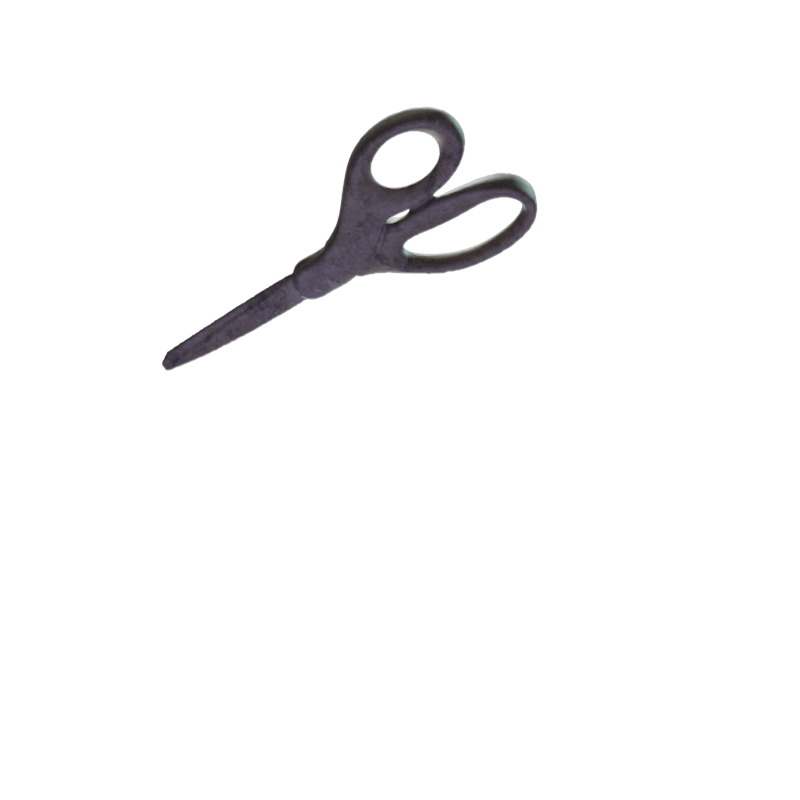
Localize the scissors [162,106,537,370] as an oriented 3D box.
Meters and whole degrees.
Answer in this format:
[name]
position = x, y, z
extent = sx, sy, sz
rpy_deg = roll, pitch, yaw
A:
[scissors]
position = -0.040, -0.072, 0.508
extent = 0.203, 0.089, 0.017
rpy_deg = -16, 40, 14
